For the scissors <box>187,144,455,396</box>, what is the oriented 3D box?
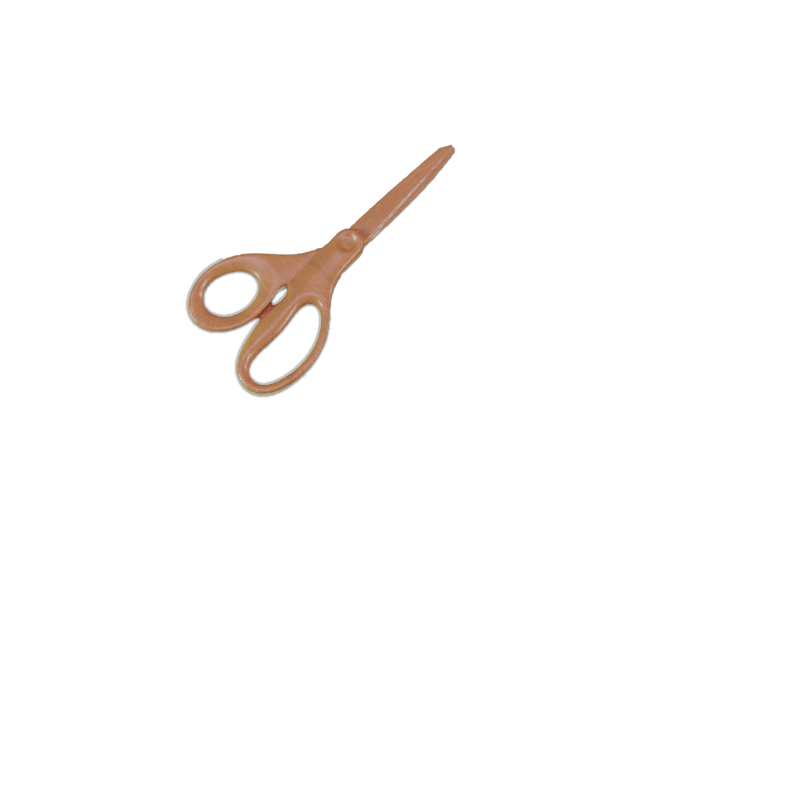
[{"bbox_3d":[-0.053,-0.097,0.677,0.098,0.207,0.015,25,-21,10],"label":"scissors"}]
